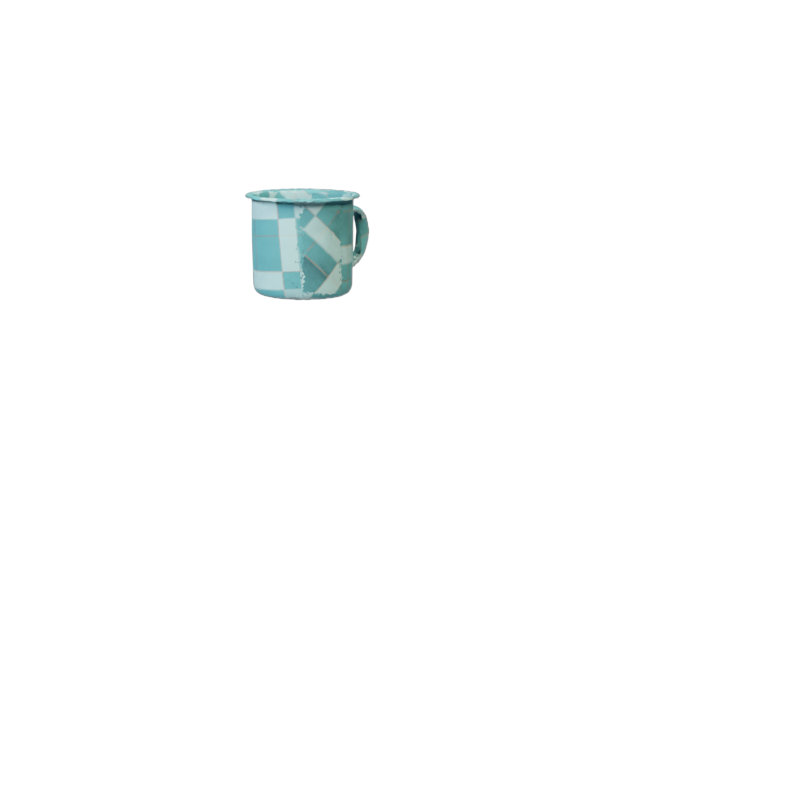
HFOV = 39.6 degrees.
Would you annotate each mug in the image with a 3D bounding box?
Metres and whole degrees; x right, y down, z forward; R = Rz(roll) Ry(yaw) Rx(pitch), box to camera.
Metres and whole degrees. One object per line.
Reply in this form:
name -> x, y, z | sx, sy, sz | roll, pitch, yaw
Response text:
mug -> -0.071, -0.130, 0.911 | 0.098, 0.080, 0.114 | 12, 18, 42
